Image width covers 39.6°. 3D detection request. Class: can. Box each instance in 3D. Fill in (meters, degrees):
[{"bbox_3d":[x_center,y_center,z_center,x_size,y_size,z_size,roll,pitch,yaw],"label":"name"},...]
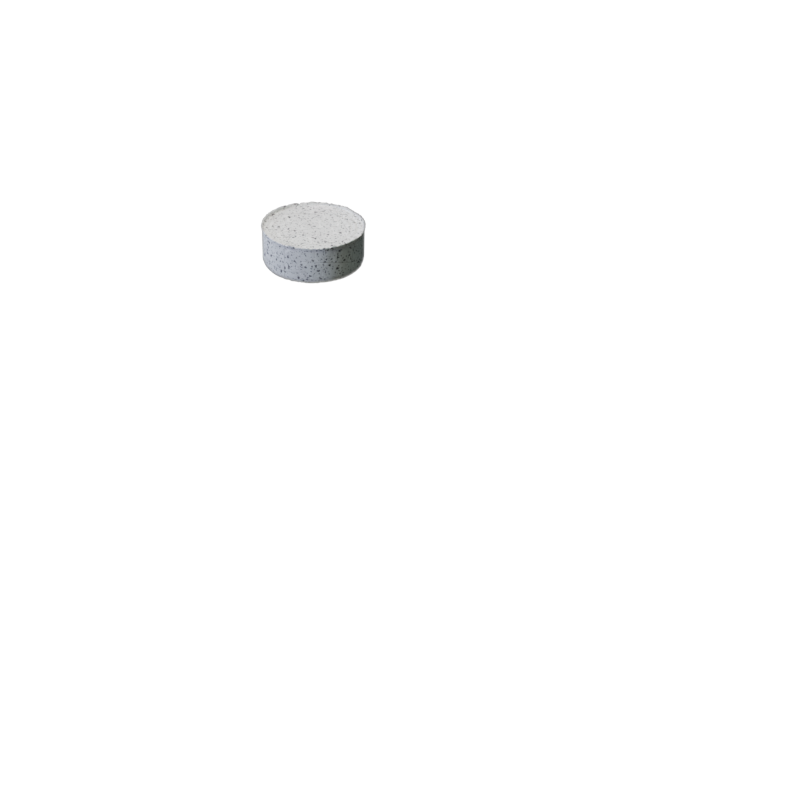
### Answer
[{"bbox_3d":[-0.072,-0.131,0.914,0.086,0.032,0.091,-1,33,-2],"label":"can"}]
